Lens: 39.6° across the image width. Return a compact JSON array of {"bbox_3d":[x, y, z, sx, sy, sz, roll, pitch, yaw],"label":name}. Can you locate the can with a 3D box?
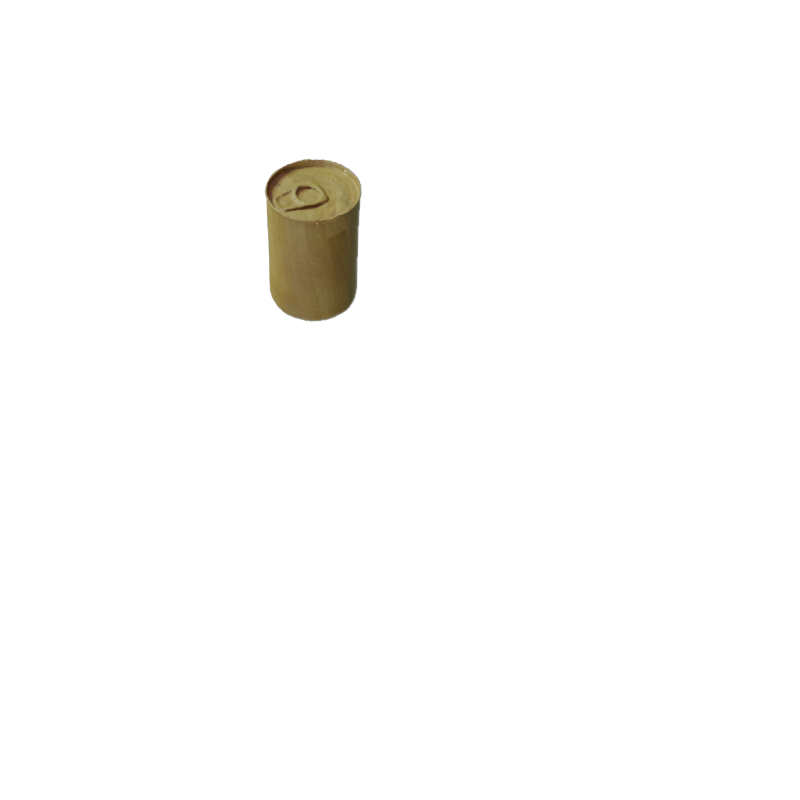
[{"bbox_3d":[-0.063,-0.116,0.811,0.068,0.074,0.095,0,-43,-3],"label":"can"}]
